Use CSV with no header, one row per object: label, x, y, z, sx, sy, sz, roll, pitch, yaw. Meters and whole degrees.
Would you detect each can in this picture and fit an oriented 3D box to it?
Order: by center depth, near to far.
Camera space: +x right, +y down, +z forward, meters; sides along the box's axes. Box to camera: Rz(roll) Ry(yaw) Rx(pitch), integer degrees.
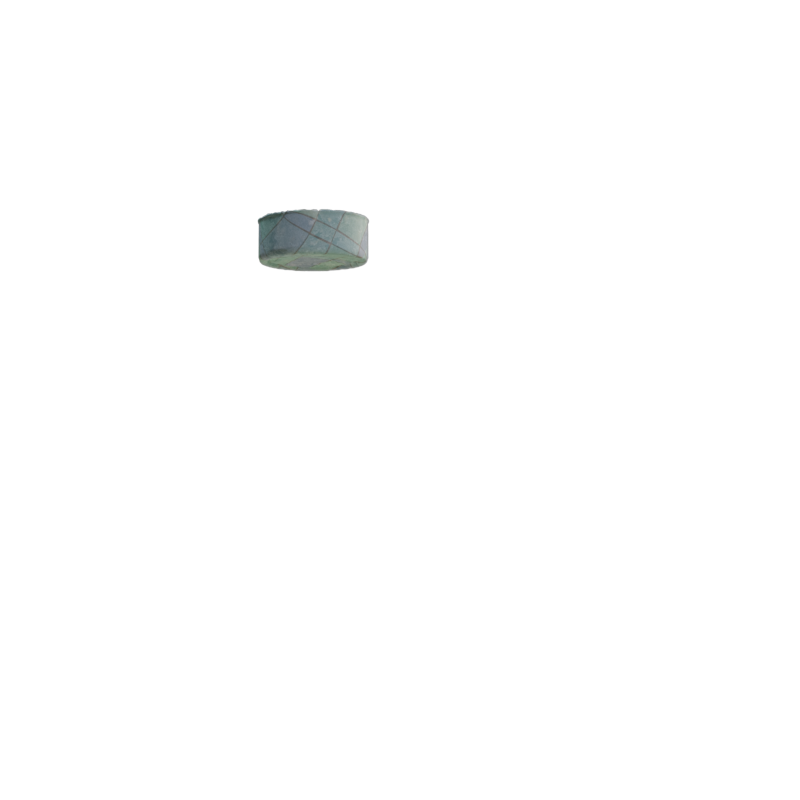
can,-0.067,-0.121,0.851,0.086,0.034,0.085,0,-4,-2
